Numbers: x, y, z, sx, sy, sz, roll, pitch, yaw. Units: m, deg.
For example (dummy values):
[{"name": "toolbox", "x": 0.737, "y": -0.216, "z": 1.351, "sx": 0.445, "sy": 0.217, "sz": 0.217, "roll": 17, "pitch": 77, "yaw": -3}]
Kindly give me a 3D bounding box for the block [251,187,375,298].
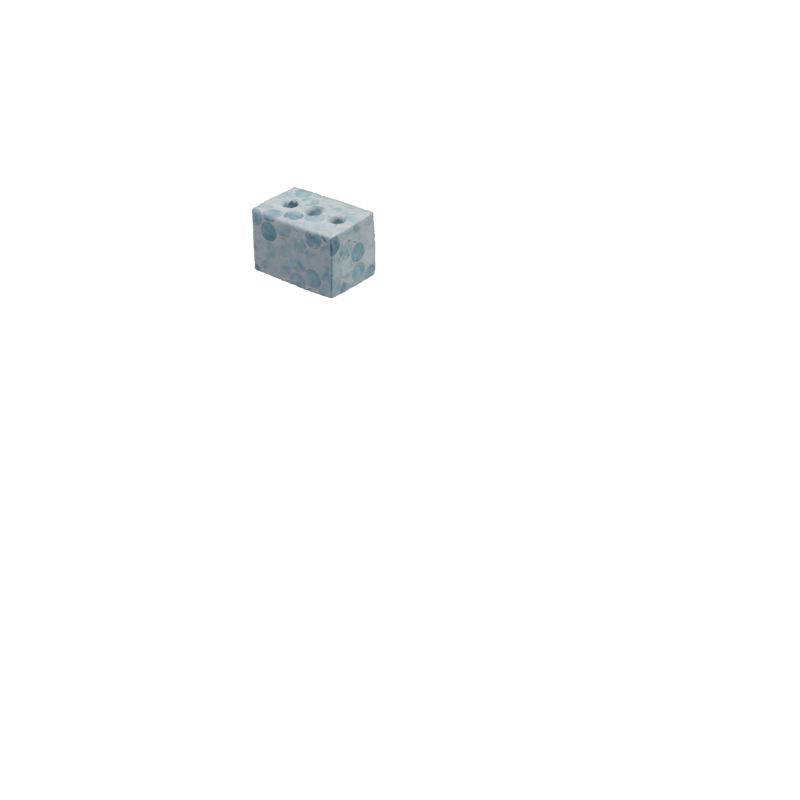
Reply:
[{"name": "block", "x": -0.064, "y": -0.117, "z": 0.819, "sx": 0.082, "sy": 0.048, "sz": 0.053, "roll": 22, "pitch": 36, "yaw": 31}]
